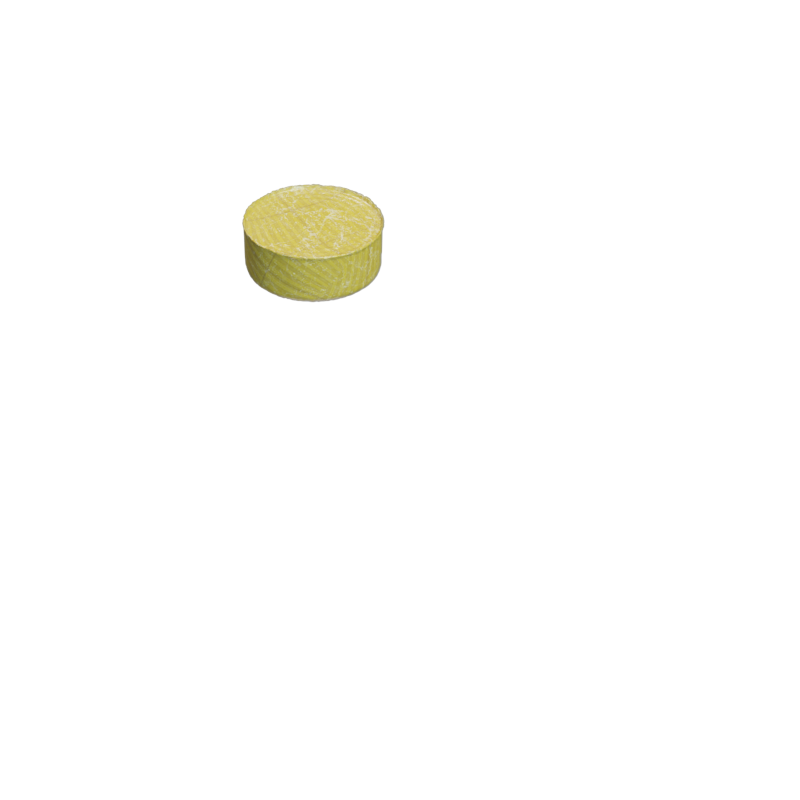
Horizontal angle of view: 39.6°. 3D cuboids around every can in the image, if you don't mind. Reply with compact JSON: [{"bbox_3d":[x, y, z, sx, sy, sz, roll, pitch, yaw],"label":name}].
[{"bbox_3d":[-0.053,-0.097,0.678,0.086,0.031,0.092,-1,38,-2],"label":"can"}]
